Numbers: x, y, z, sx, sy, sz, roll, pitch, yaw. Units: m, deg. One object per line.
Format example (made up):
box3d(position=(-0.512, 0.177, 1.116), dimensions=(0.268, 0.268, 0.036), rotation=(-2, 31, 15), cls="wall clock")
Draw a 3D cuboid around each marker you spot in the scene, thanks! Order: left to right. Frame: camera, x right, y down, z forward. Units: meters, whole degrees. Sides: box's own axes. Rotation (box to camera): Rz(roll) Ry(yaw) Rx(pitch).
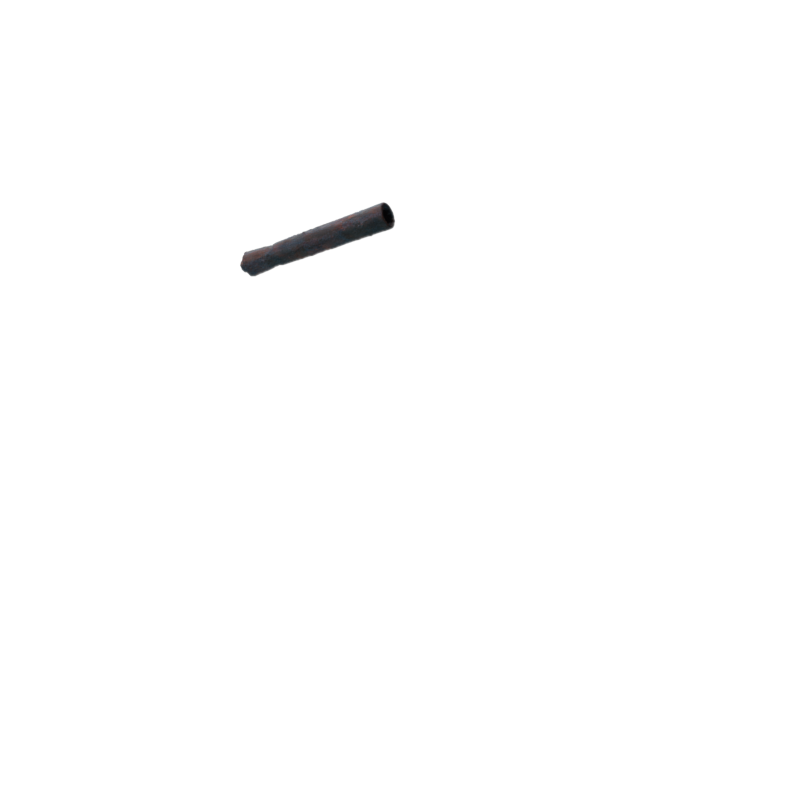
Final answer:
box3d(position=(-0.060, -0.109, 0.766), dimensions=(0.122, 0.020, 0.019), rotation=(-15, -4, 29), cls="marker")
